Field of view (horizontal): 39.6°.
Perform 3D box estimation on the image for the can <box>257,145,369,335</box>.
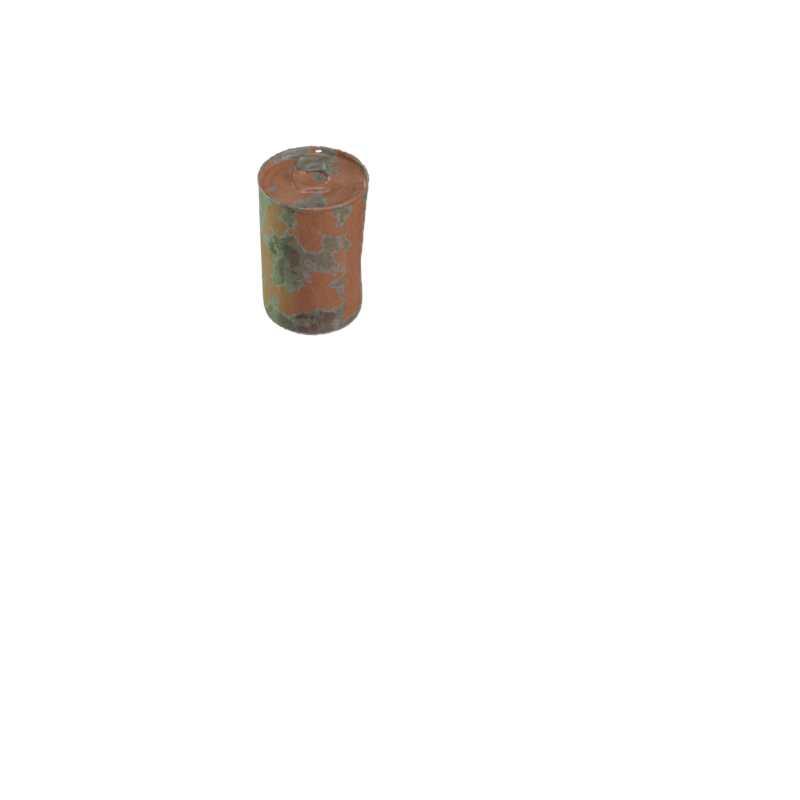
[{"bbox_3d":[-0.055,-0.100,0.702,0.068,0.095,0.073,0,42,-3],"label":"can"}]
